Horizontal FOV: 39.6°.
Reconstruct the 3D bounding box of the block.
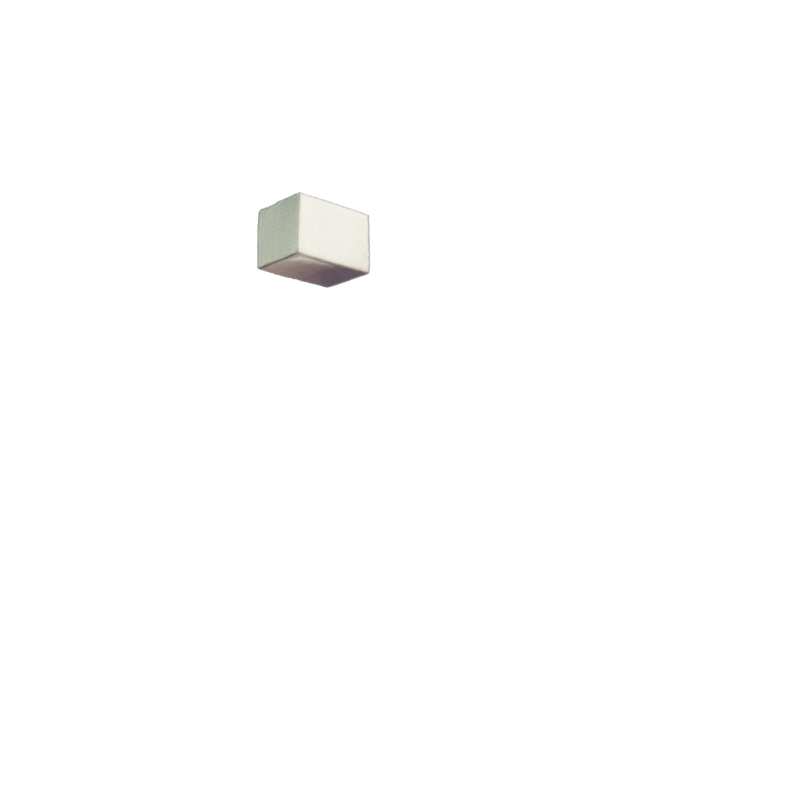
[{"bbox_3d":[-0.069,-0.126,0.886,0.074,0.053,0.053,13,-21,-41],"label":"block"}]
